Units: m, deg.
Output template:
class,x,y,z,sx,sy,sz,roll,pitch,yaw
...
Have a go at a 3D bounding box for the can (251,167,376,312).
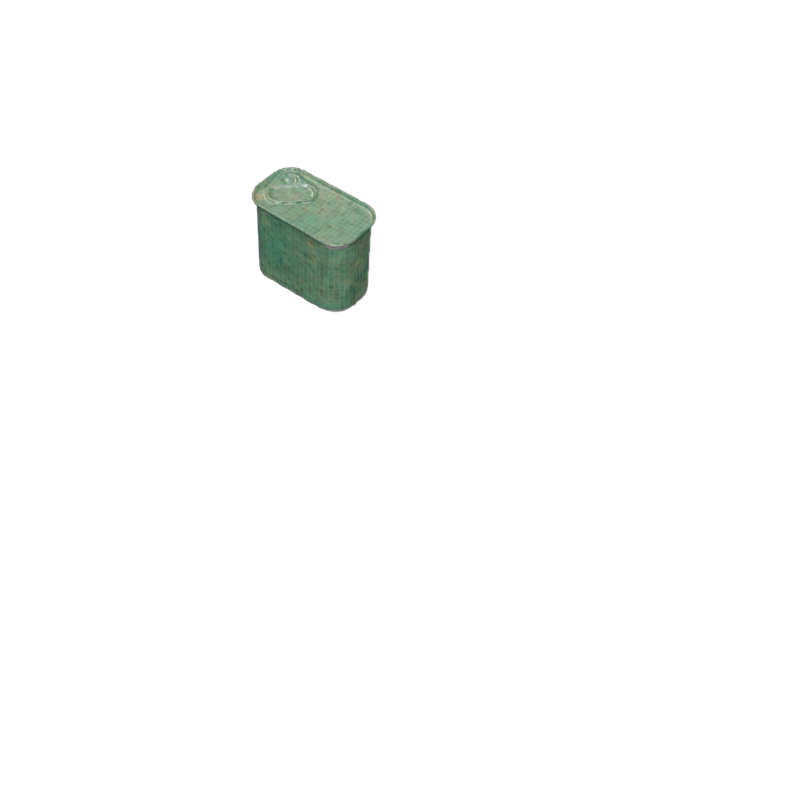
class,x,y,z,sx,sy,sz,roll,pitch,yaw
can,-0.072,-0.130,0.912,0.108,0.078,0.058,32,54,24
